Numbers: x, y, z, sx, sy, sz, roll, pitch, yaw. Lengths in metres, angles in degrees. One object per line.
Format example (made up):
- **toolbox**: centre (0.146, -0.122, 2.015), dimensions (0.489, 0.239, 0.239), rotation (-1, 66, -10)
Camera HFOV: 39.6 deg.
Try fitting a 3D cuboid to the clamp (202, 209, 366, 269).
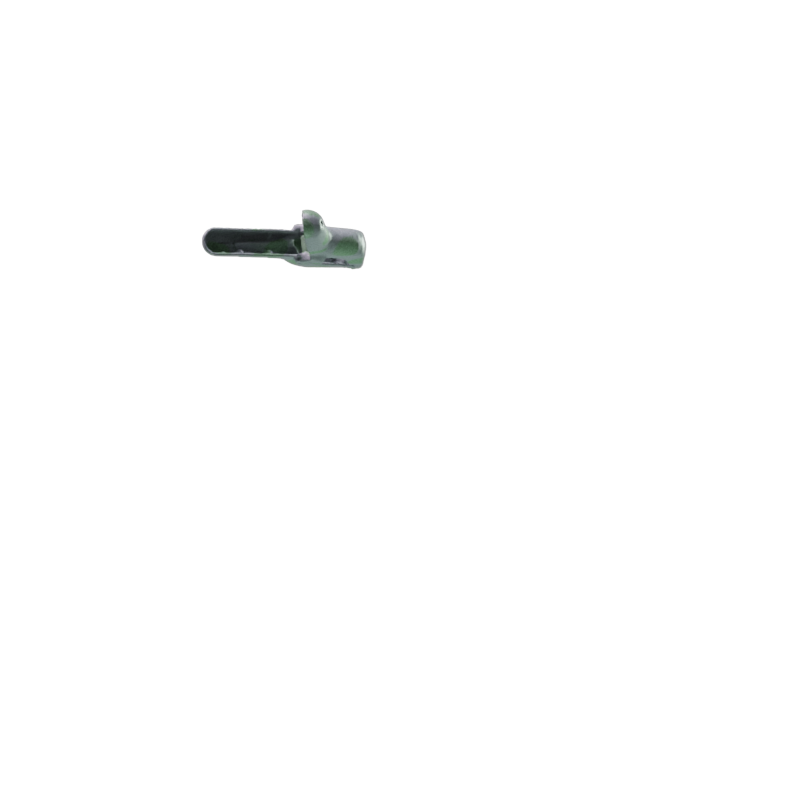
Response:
- **clamp**: centre (-0.077, -0.141, 0.988), dimensions (0.125, 0.039, 0.164), rotation (2, 3, 41)
